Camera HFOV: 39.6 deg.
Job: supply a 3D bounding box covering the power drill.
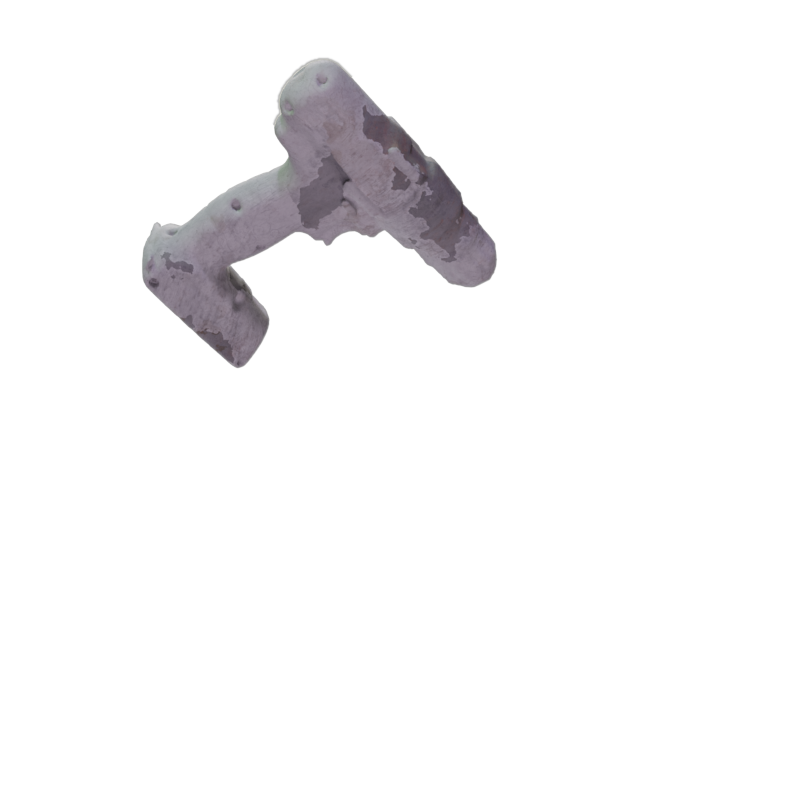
[{"bbox_3d":[-0.055,-0.101,0.706,0.186,0.174,0.061,-35,25,19],"label":"power drill"}]
